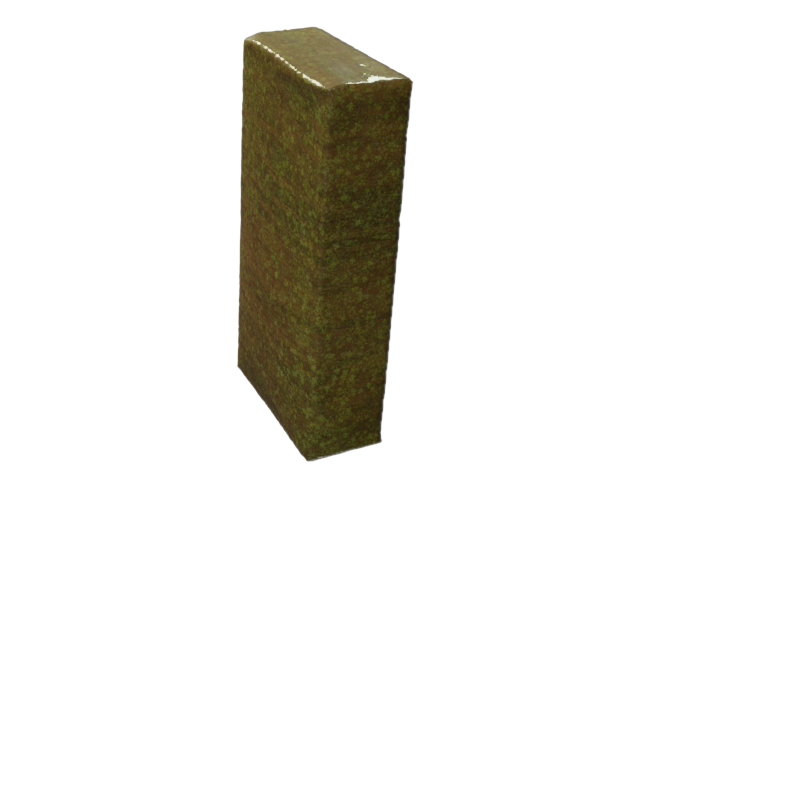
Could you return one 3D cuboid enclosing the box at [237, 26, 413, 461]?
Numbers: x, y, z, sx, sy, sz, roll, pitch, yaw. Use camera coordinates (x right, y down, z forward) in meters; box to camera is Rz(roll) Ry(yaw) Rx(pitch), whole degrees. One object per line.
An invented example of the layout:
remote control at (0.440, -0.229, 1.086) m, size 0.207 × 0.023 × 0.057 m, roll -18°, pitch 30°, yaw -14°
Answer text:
box at (-0.040, -0.072, 0.505) m, size 0.047 × 0.167 × 0.100 m, roll -12°, pitch 31°, yaw -25°
